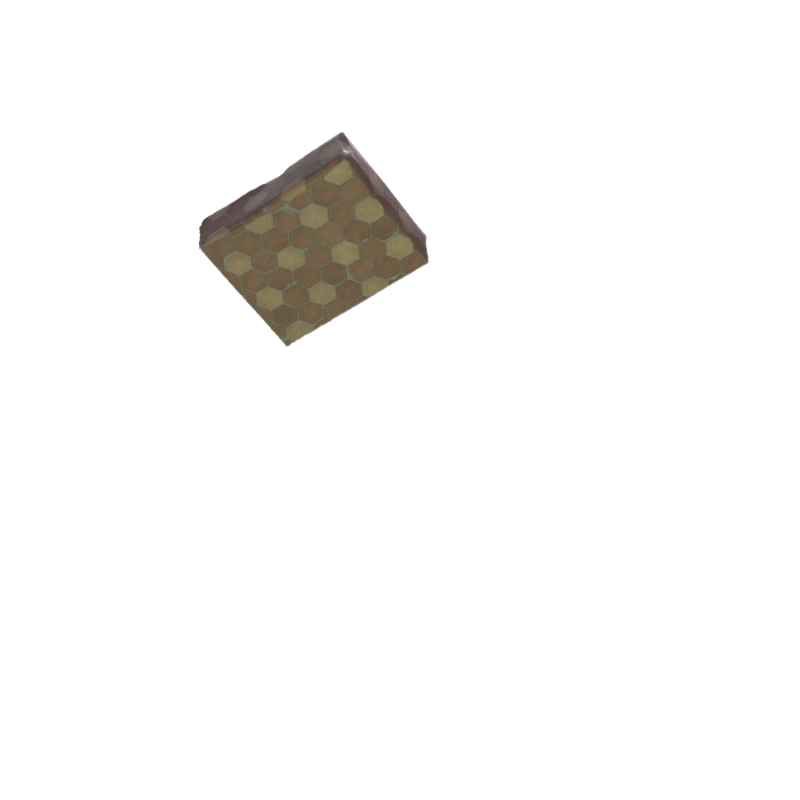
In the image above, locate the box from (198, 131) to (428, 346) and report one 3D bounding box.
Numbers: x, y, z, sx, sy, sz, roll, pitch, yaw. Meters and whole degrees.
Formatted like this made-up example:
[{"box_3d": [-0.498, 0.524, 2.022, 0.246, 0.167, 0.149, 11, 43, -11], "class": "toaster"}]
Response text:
[{"box_3d": [-0.043, -0.077, 0.543, 0.089, 0.068, 0.032, -29, 31, 19], "class": "box"}]
